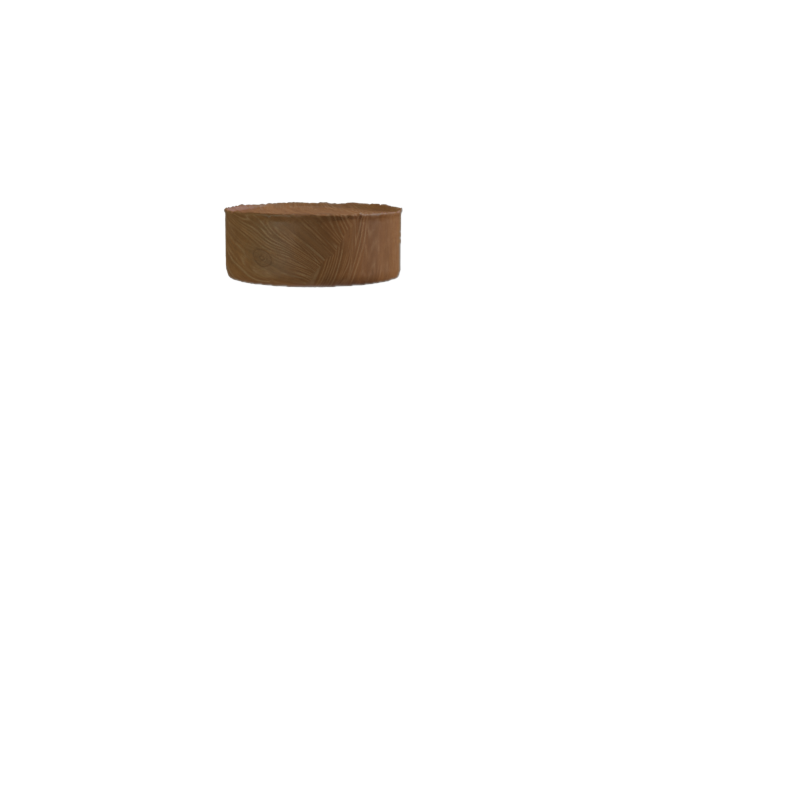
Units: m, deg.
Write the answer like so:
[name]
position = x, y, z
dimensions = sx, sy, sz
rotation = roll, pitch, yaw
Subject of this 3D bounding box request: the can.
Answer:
[can]
position = -0.042, -0.076, 0.534
dimensions = 0.086, 0.033, 0.088
rotation = 0, 13, -2
